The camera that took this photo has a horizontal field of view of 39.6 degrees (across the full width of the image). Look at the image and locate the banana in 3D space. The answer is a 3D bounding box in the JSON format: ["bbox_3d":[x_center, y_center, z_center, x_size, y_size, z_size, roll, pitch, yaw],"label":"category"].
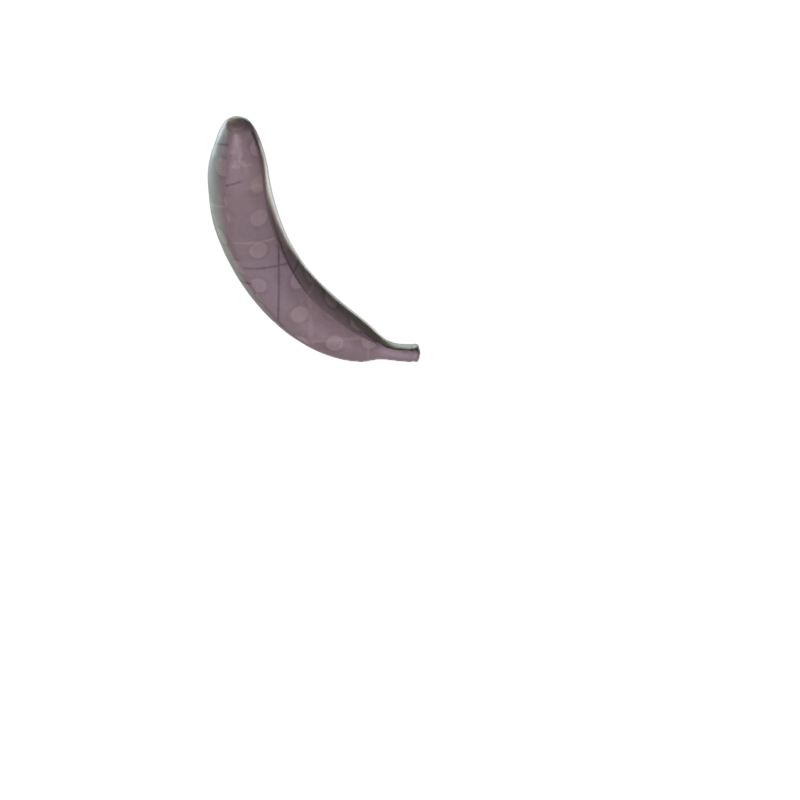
[{"bbox_3d":[-0.064,-0.082,0.648,0.070,0.039,0.184,-26,-54,20],"label":"banana"}]
